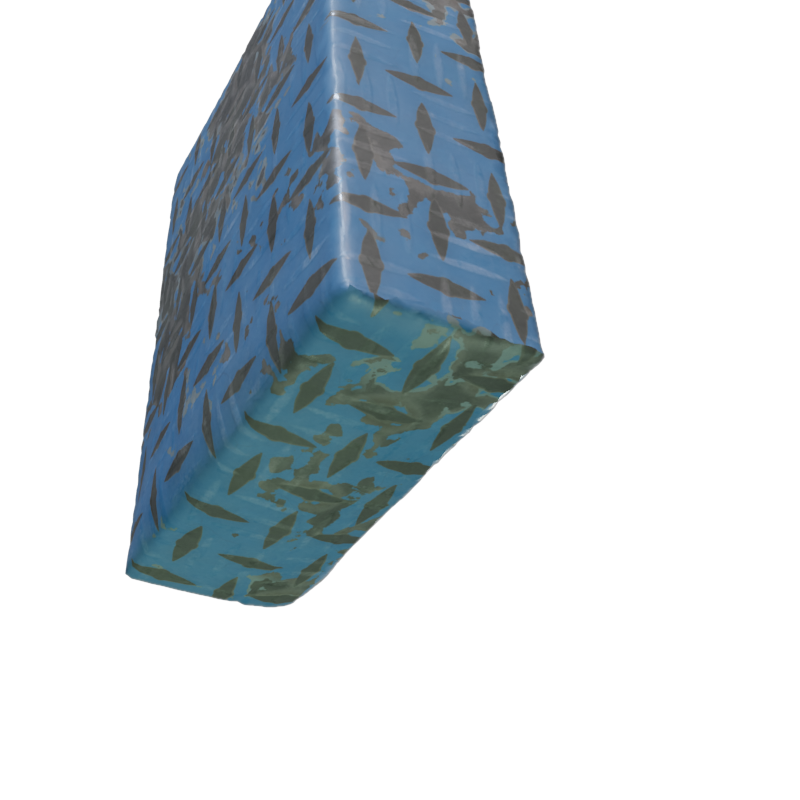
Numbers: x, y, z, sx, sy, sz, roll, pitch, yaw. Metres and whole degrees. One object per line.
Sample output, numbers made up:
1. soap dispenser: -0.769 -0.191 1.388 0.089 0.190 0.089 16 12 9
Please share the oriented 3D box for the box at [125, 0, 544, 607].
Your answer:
1. box: -0.032 -0.059 0.412 0.069 0.230 0.159 19 -46 -23
